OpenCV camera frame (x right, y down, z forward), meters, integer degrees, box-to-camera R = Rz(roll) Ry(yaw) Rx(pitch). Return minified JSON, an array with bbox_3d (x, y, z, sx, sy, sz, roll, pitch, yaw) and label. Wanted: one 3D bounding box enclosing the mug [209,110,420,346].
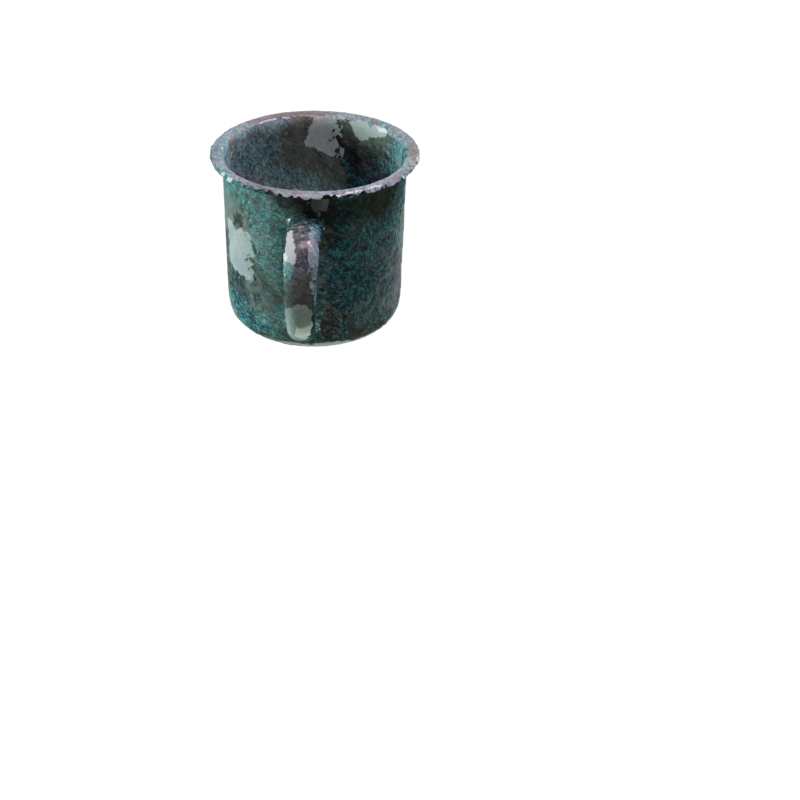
[{"bbox_3d":[-0.039,-0.071,0.500,0.093,0.077,0.125,1,33,-1],"label":"mug"}]
